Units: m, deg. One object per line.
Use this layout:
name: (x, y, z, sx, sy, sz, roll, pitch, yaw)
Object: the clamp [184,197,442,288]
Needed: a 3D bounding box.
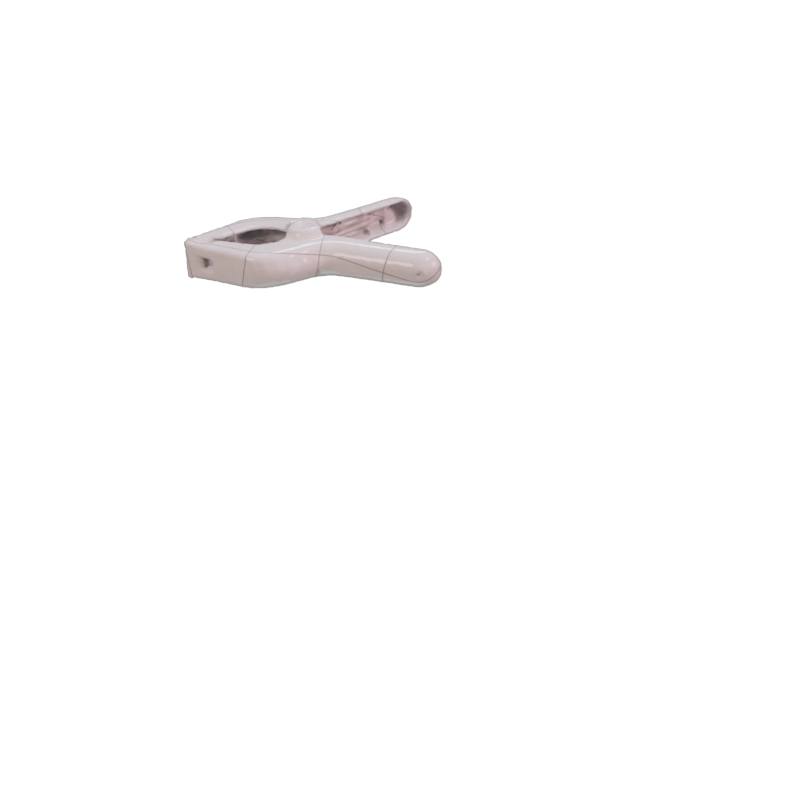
clamp: (-0.060, -0.110, 0.768, 0.172, 0.037, 0.125, 1, 24, 1)
